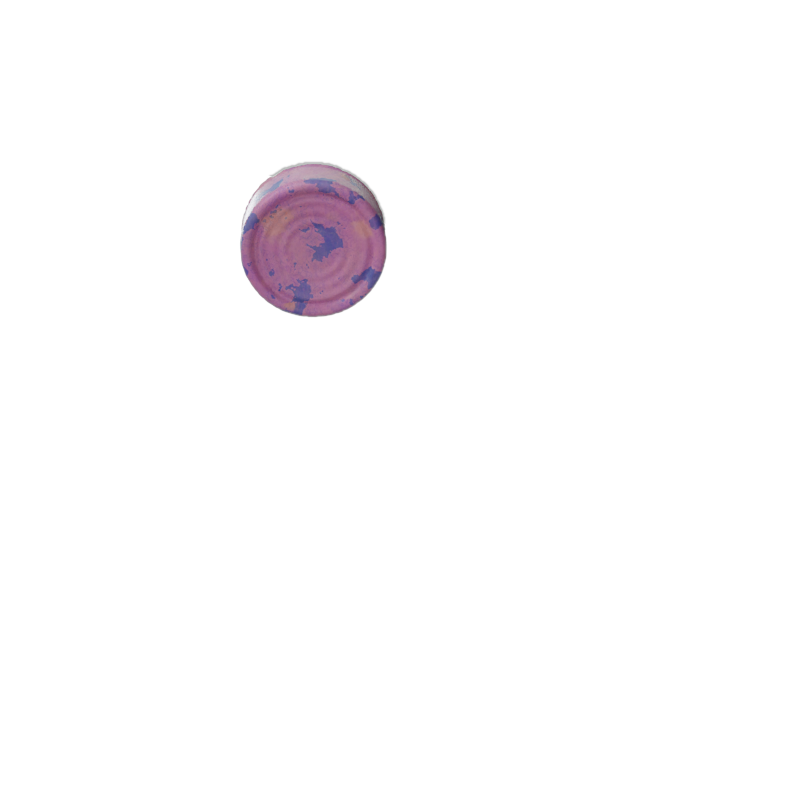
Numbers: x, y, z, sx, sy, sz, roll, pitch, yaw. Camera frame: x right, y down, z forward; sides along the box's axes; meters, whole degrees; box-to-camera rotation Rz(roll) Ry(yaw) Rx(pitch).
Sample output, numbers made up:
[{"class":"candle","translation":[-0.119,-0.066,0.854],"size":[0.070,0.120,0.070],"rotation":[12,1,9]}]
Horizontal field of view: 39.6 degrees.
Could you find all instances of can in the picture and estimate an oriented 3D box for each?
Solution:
[{"class":"can","translation":[-0.051,-0.092,0.646],"size":[0.086,0.082,0.035],"rotation":[1,23,-1]}]
